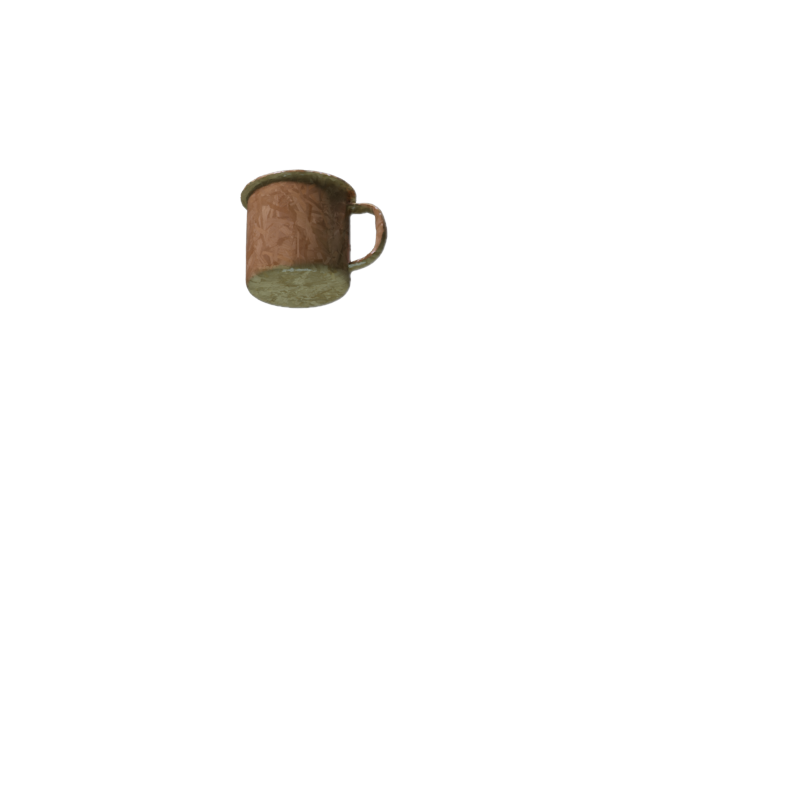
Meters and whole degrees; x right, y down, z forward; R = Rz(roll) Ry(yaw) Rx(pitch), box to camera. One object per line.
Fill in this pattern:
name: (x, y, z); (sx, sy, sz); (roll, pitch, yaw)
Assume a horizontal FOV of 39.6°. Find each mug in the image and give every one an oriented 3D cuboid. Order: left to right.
mug: (-0.068, -0.123, 0.865); (0.118, 0.086, 0.087); (-4, -22, 9)
